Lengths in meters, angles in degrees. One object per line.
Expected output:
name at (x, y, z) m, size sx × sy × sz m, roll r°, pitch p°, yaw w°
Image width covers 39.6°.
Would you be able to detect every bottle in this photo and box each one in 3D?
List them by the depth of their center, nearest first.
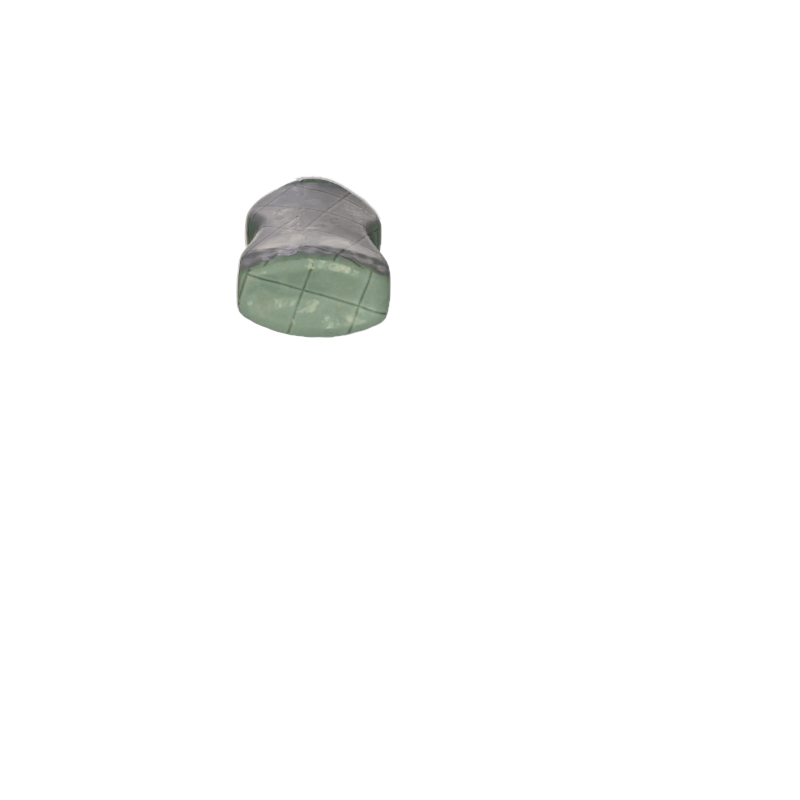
bottle at (-0.060, -0.110, 0.767) m, size 0.096 × 0.055 × 0.203 m, roll 0°, pitch 28°, yaw -4°
